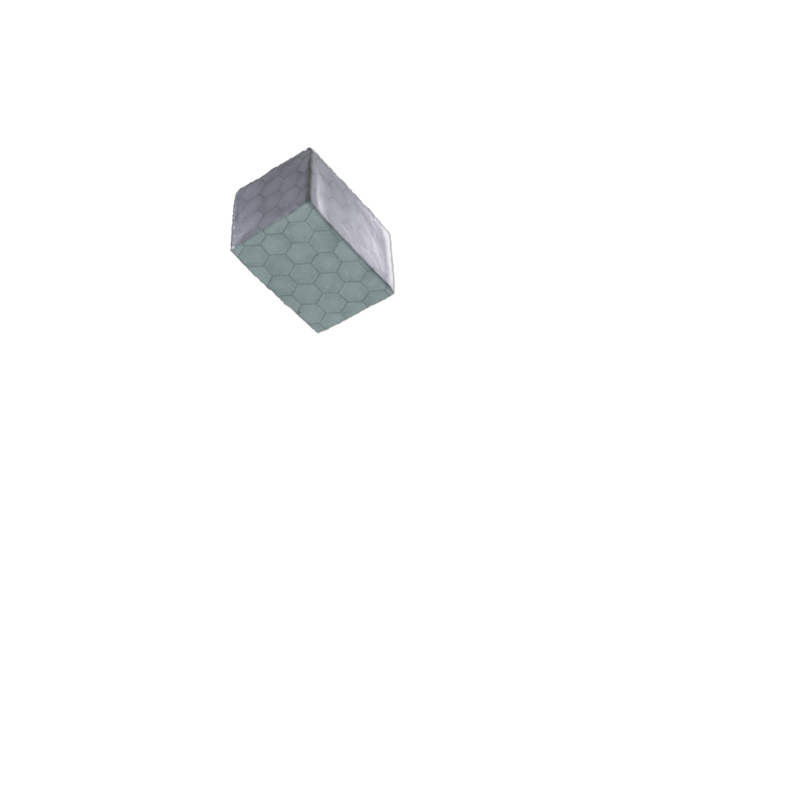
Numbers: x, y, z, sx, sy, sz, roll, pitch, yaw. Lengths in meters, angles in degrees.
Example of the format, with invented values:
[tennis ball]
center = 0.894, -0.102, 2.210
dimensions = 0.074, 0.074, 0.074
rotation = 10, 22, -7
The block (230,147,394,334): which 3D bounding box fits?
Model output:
[block]
center = -0.046, -0.084, 0.589
dimensions = 0.053, 0.055, 0.072
rotation = -28, -51, 23
